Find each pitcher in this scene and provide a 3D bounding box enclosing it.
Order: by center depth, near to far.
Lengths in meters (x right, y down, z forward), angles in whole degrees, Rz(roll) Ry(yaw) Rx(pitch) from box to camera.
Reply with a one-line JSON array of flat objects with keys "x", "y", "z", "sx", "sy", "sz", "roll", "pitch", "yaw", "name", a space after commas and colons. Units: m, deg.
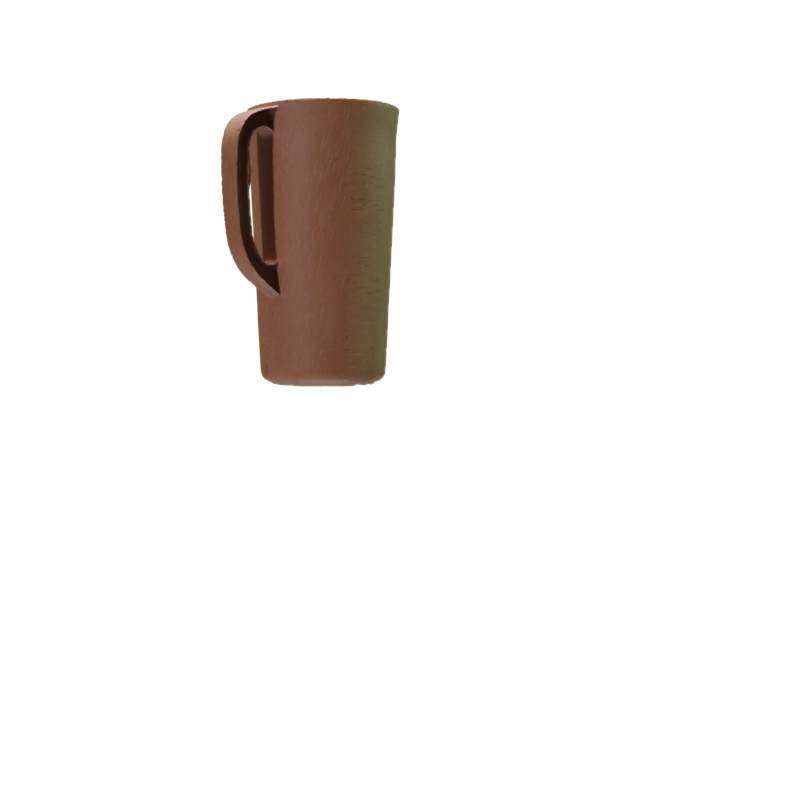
[{"x": -0.075, "y": -0.136, "z": 0.952, "sx": 0.149, "sy": 0.245, "sz": 0.144, "roll": 0, "pitch": -1, "yaw": -2, "name": "pitcher"}]
